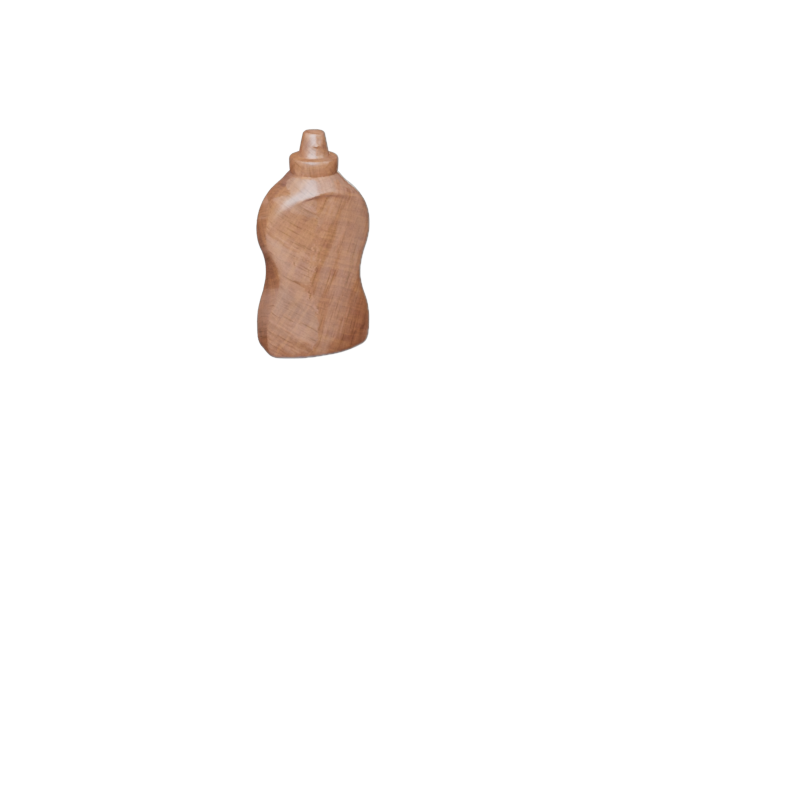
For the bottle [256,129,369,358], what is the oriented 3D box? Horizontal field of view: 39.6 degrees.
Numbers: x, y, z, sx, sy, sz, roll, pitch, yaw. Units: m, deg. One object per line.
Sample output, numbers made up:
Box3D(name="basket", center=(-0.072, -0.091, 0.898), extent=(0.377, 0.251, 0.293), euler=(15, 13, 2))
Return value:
Box3D(name="bottle", center=(-0.073, -0.133, 0.935), extent=(0.094, 0.183, 0.062), euler=(-7, 22, -20))
